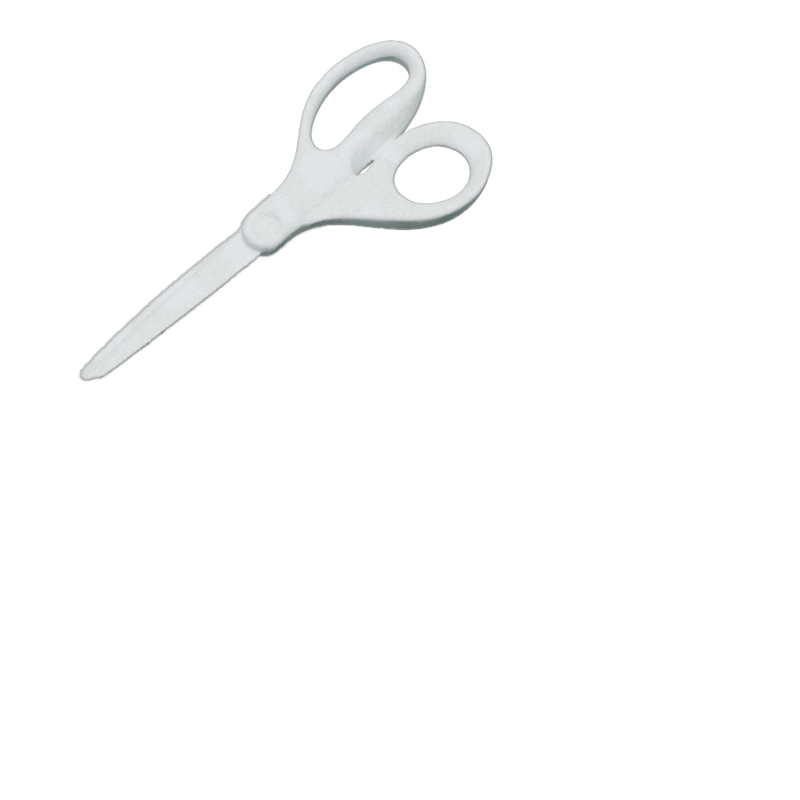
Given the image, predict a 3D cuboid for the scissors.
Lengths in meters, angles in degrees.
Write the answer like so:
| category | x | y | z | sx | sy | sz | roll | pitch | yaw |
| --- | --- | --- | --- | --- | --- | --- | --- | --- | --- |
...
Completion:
| category | x | y | z | sx | sy | sz | roll | pitch | yaw |
| --- | --- | --- | --- | --- | --- | --- | --- | --- | --- |
| scissors | -0.037 | -0.067 | 0.469 | 0.099 | 0.206 | 0.015 | 30 | -17 | 10 |
